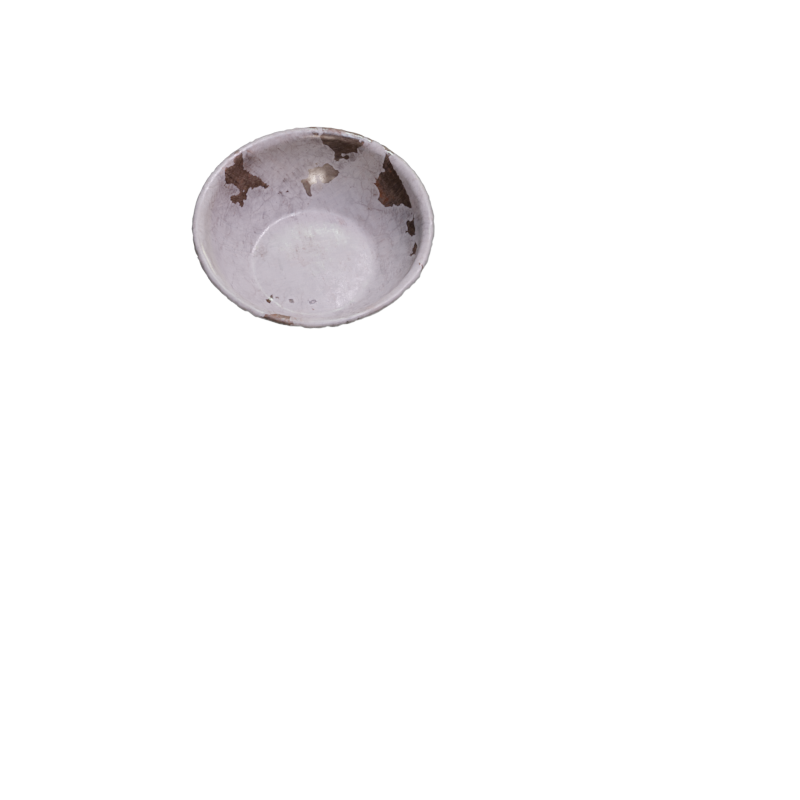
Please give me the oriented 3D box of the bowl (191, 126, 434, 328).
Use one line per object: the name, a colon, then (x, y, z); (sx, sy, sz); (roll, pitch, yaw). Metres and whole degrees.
bowl: (-0.059, -0.108, 0.758); (0.162, 0.173, 0.052); (-1, -30, -1)
